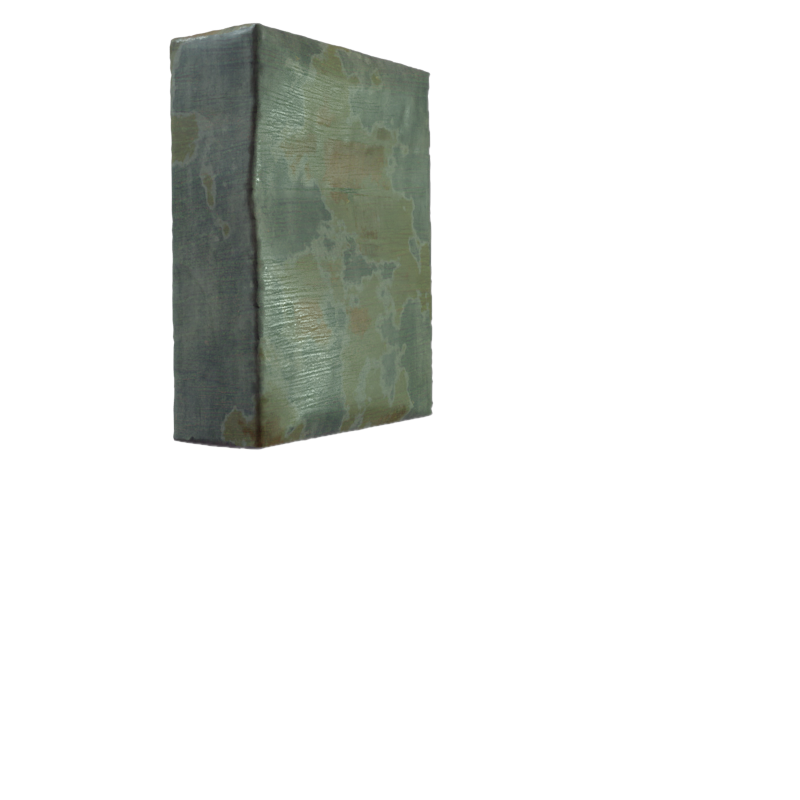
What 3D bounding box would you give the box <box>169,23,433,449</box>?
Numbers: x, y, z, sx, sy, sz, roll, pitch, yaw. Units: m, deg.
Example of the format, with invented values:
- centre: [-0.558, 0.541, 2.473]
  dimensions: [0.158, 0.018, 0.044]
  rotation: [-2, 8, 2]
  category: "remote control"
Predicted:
- centre: [-0.049, -0.089, 0.624]
  dimensions: [0.074, 0.215, 0.158]
  rotation: [-1, 0, 36]
  category: "box"
